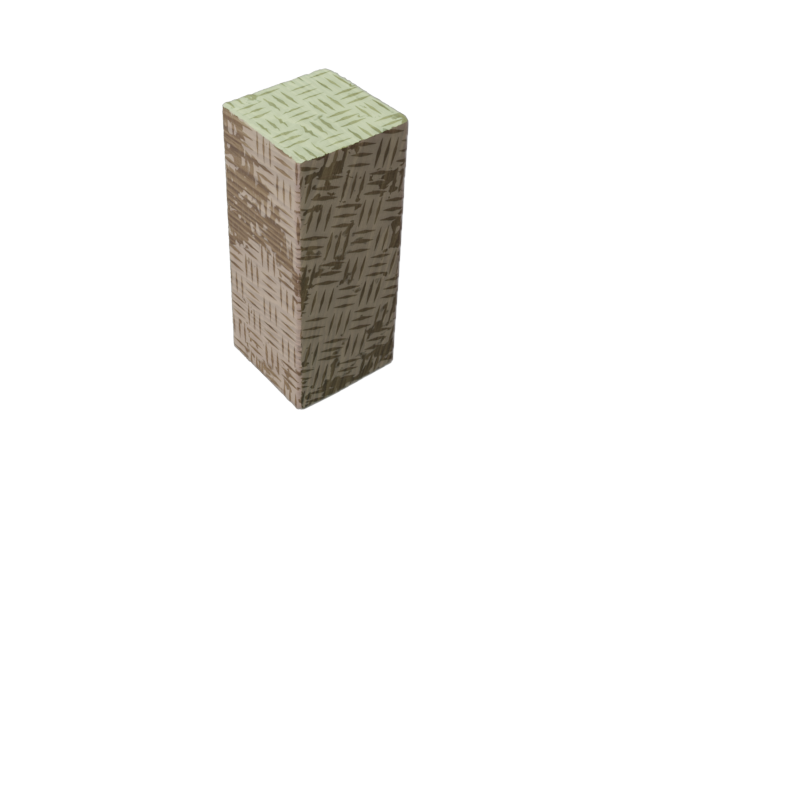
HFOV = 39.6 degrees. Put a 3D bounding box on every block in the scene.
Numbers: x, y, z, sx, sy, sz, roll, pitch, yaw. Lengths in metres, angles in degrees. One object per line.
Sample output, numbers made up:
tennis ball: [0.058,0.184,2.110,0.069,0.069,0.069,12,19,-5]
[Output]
block: [-0.059,-0.110,0.767,0.090,0.192,0.097,-25,47,-30]
